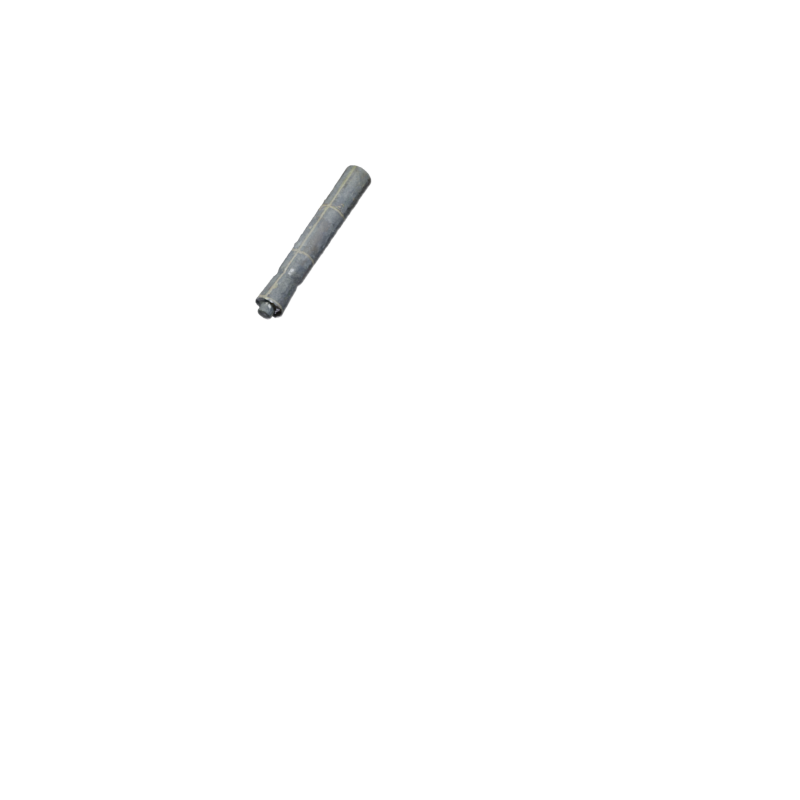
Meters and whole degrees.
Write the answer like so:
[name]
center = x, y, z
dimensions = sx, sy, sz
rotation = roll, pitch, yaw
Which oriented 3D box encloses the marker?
[marker]
center = -0.054, -0.099, 0.691
dimensions = 0.020, 0.125, 0.019
rotation = 24, -29, 11
